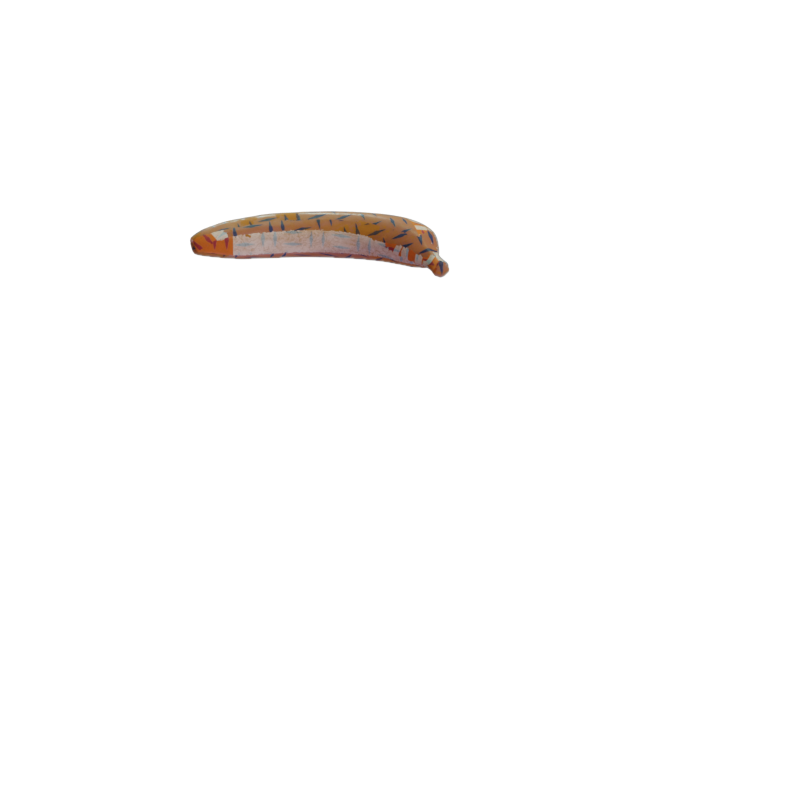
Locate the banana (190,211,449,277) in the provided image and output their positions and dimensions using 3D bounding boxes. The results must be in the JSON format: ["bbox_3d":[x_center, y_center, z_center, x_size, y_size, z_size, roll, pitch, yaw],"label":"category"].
[{"bbox_3d":[-0.055,-0.121,0.827,0.203,0.036,0.070,5,16,17],"label":"banana"}]
